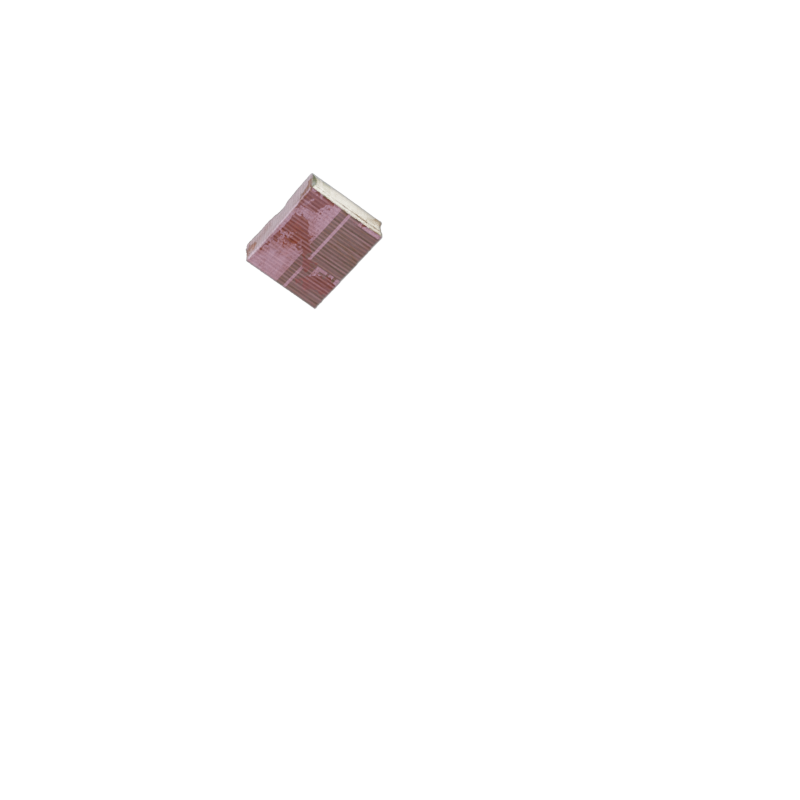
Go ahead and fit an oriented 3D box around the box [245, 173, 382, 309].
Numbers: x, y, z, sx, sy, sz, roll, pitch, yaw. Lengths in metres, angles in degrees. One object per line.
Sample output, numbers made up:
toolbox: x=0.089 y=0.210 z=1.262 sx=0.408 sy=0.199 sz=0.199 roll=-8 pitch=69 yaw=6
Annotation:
box: x=-0.070 y=-0.127 z=0.892 sx=0.070 sy=0.088 sz=0.032 roll=35 pitch=26 yaw=-21
